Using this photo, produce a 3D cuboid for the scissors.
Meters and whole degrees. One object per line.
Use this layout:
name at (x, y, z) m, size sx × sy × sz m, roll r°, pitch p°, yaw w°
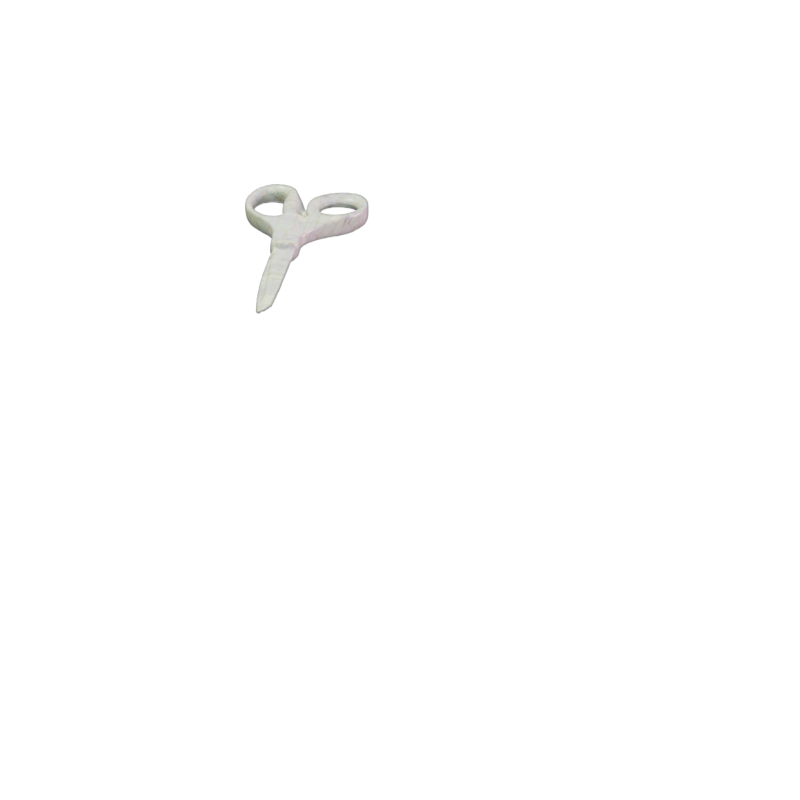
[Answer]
scissors at (-0.057, -0.104, 0.727) m, size 0.095 × 0.015 × 0.215 m, roll -6°, pitch 29°, yaw -10°
